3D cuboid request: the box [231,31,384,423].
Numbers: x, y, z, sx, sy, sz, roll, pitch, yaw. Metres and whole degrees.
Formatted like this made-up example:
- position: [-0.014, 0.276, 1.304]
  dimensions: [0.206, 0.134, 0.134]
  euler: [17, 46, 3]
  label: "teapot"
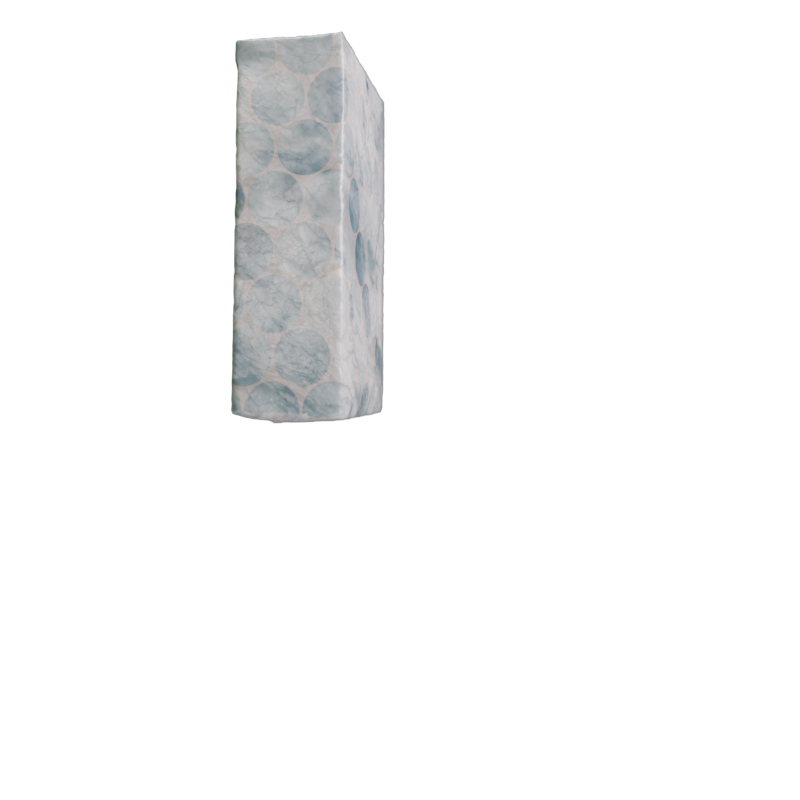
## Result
- position: [-0.053, -0.097, 0.677]
  dimensions: [0.073, 0.217, 0.160]
  euler: [-1, -4, 8]
  label: "box"
